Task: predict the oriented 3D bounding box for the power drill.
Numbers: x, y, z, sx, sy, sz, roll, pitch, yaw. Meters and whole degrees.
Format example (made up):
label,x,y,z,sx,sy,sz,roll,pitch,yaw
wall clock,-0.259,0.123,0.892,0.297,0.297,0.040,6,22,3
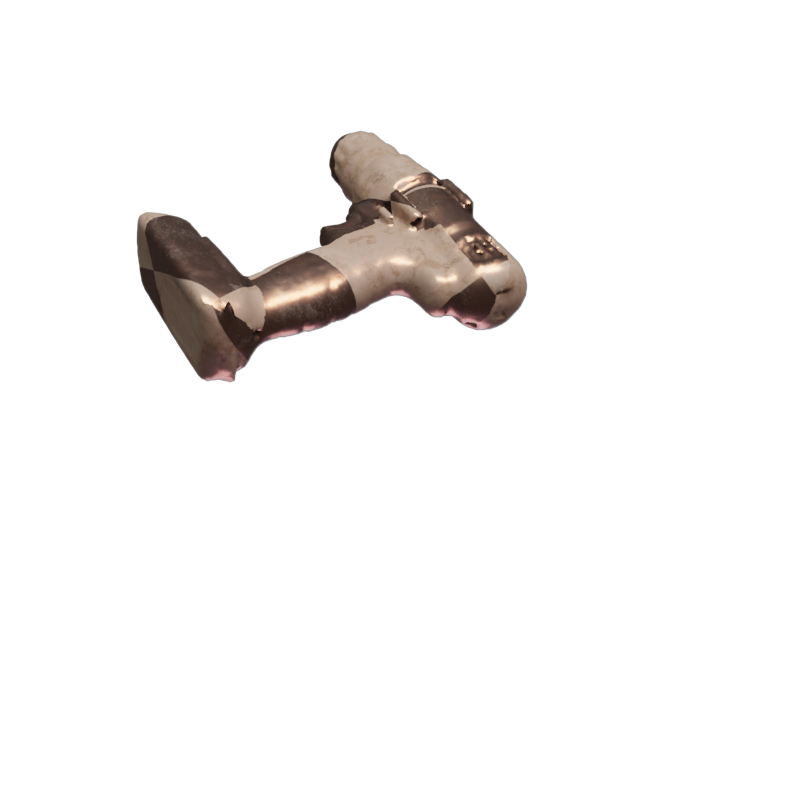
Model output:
label,x,y,z,sx,sy,sz,roll,pitch,yaw
power drill,-0.049,-0.090,0.629,0.185,0.054,0.199,-18,42,-22
